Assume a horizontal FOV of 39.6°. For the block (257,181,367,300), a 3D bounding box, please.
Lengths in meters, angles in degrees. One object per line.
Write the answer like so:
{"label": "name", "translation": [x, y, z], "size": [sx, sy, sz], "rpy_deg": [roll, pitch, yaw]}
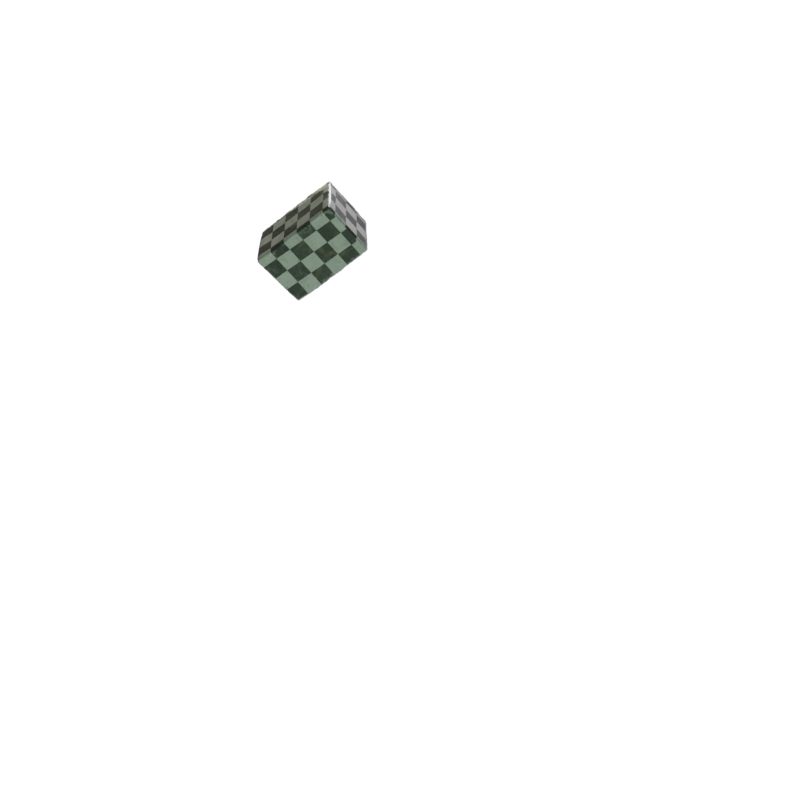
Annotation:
{"label": "block", "translation": [-0.072, -0.132, 0.925], "size": [0.077, 0.050, 0.054], "rpy_deg": [-34, 27, 17]}
